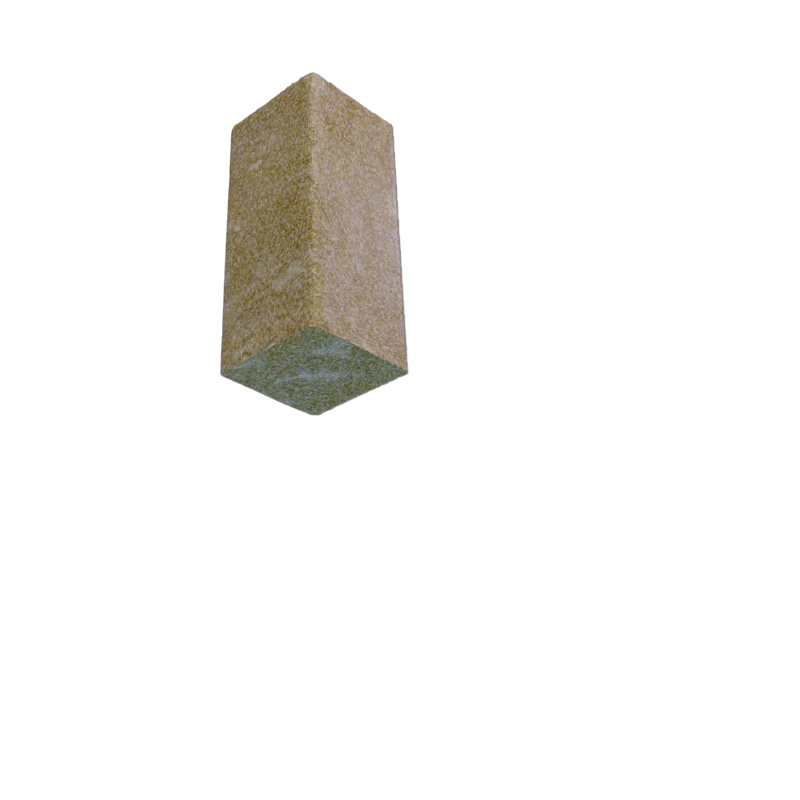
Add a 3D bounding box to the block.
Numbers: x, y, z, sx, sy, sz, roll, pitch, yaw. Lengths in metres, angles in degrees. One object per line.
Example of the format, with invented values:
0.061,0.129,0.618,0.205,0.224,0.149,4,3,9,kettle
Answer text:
-0.061,-0.109,0.765,0.091,0.220,0.084,-28,-40,35,block
